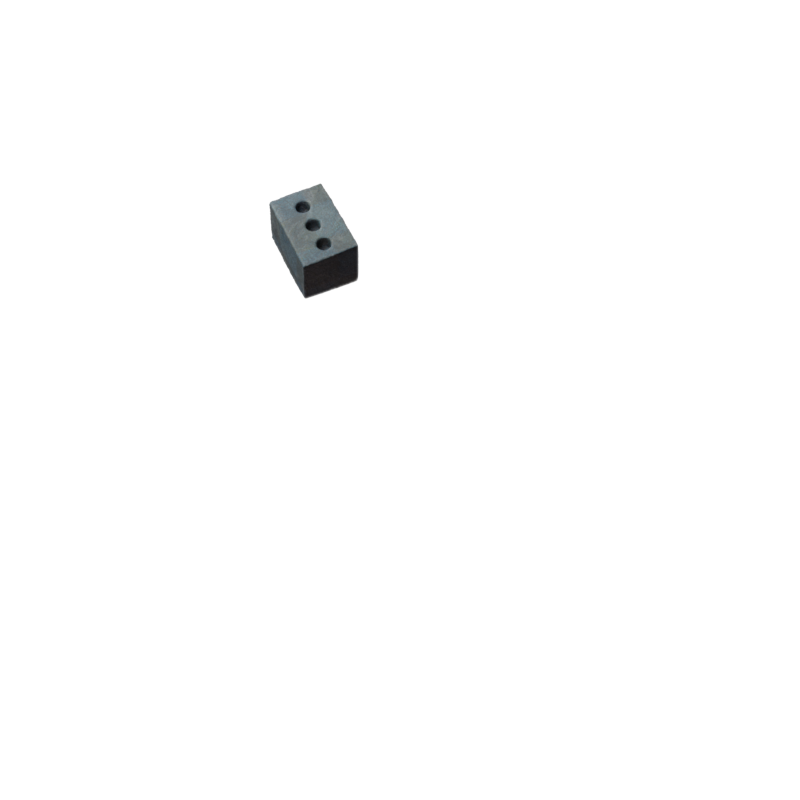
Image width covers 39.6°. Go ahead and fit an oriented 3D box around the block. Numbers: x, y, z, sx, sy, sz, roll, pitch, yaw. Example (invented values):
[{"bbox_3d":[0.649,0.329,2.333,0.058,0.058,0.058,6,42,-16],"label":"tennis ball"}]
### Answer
[{"bbox_3d":[-0.076,-0.139,0.973,0.052,0.084,0.048,-22,-30,-15],"label":"block"}]
